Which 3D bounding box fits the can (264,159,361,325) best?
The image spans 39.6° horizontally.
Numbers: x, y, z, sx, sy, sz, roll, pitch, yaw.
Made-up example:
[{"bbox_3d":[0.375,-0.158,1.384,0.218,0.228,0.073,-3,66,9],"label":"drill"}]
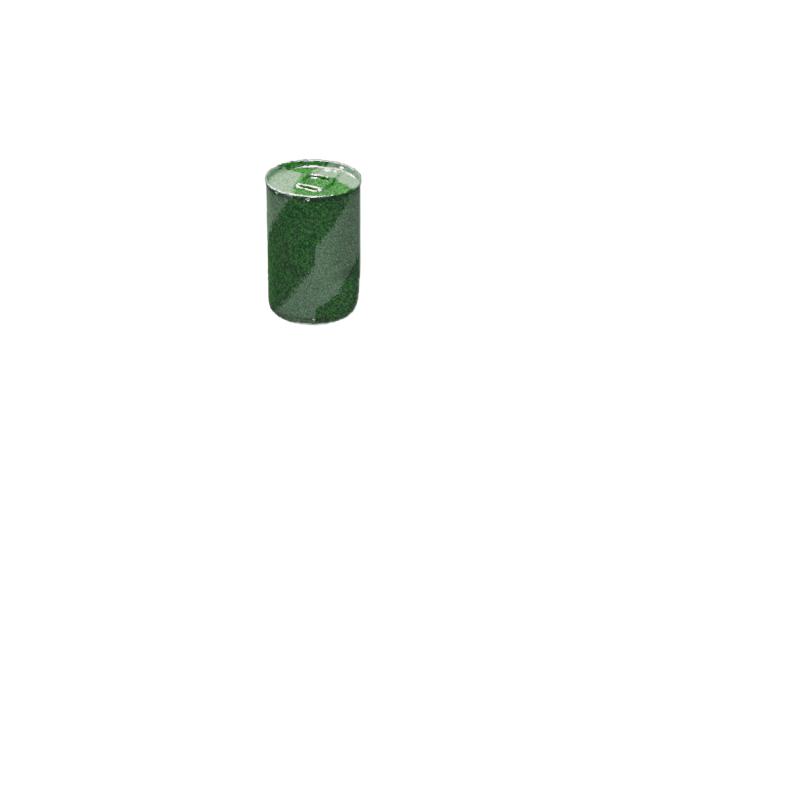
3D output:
[{"bbox_3d":[-0.063,-0.114,0.798,0.068,0.096,0.073,0,30,-2],"label":"can"}]
